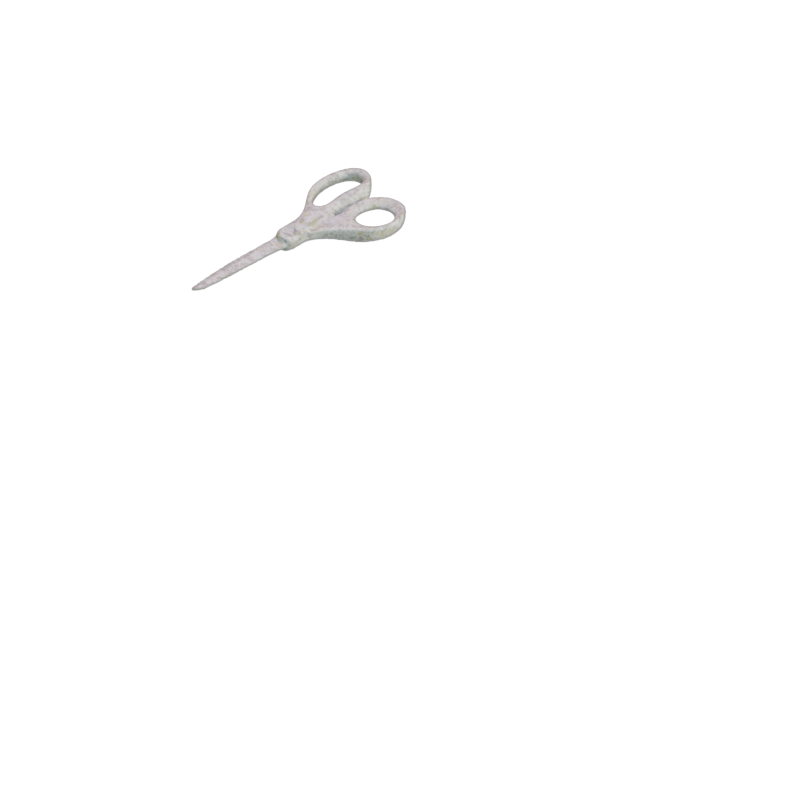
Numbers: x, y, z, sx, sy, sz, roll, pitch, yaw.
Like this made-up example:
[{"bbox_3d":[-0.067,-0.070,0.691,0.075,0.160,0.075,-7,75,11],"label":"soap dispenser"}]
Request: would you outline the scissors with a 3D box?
[{"bbox_3d":[-0.071,-0.129,0.903,0.101,0.015,0.207,22,49,21],"label":"scissors"}]
